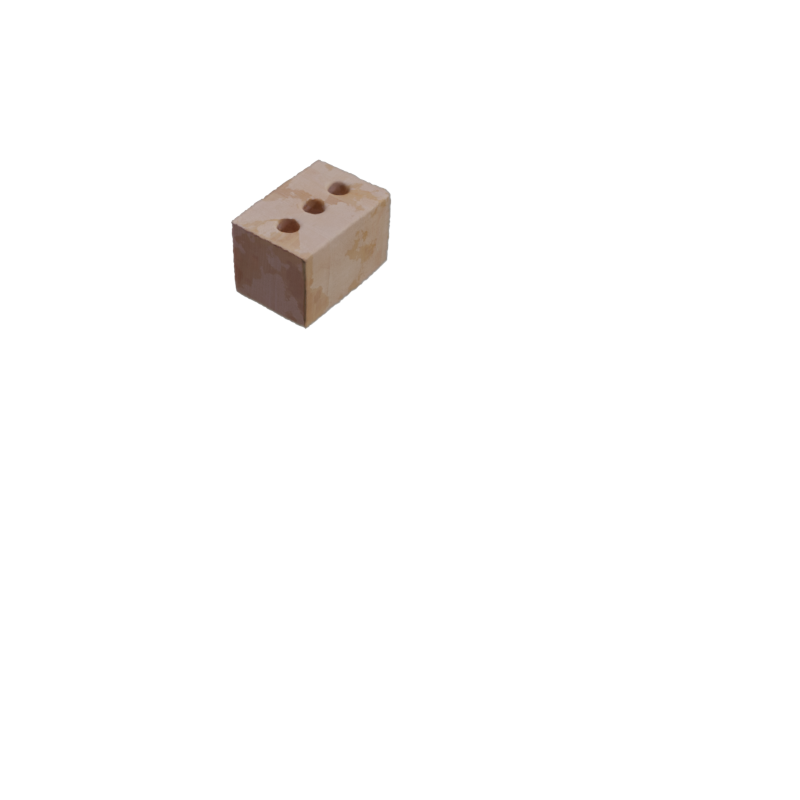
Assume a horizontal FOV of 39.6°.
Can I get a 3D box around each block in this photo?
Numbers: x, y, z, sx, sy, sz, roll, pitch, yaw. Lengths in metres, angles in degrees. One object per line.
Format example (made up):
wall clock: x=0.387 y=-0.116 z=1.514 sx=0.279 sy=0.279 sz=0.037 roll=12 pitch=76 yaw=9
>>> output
block: x=-0.048 y=-0.088 z=0.613 sx=0.056 sy=0.048 sz=0.079 roll=27 pitch=48 yaw=25
